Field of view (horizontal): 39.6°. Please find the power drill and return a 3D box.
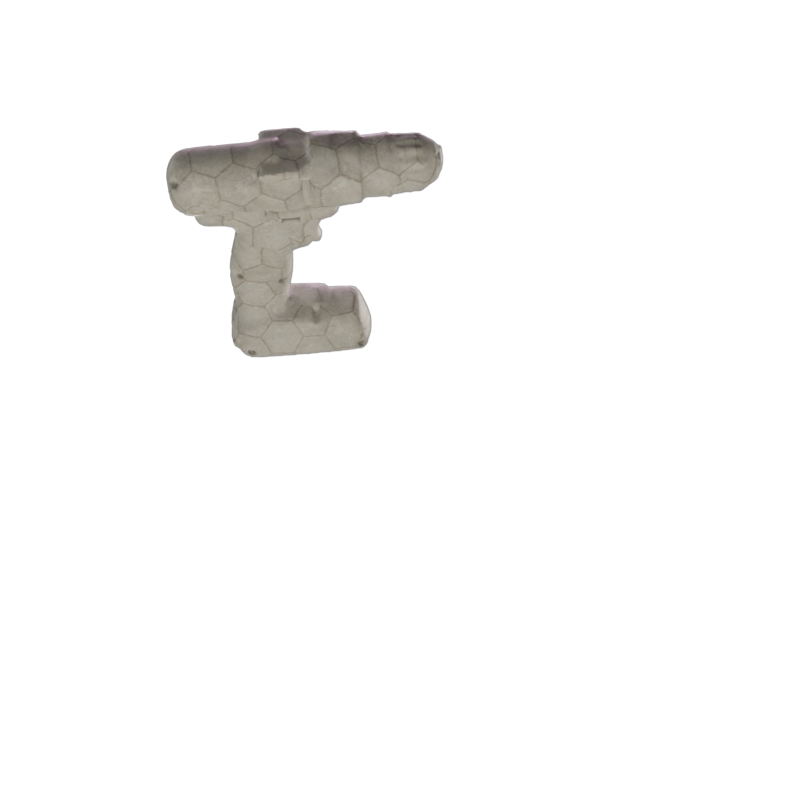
[{"bbox_3d":[-0.062,-0.113,0.788,0.185,0.062,0.174,-2,-42,2],"label":"power drill"}]
